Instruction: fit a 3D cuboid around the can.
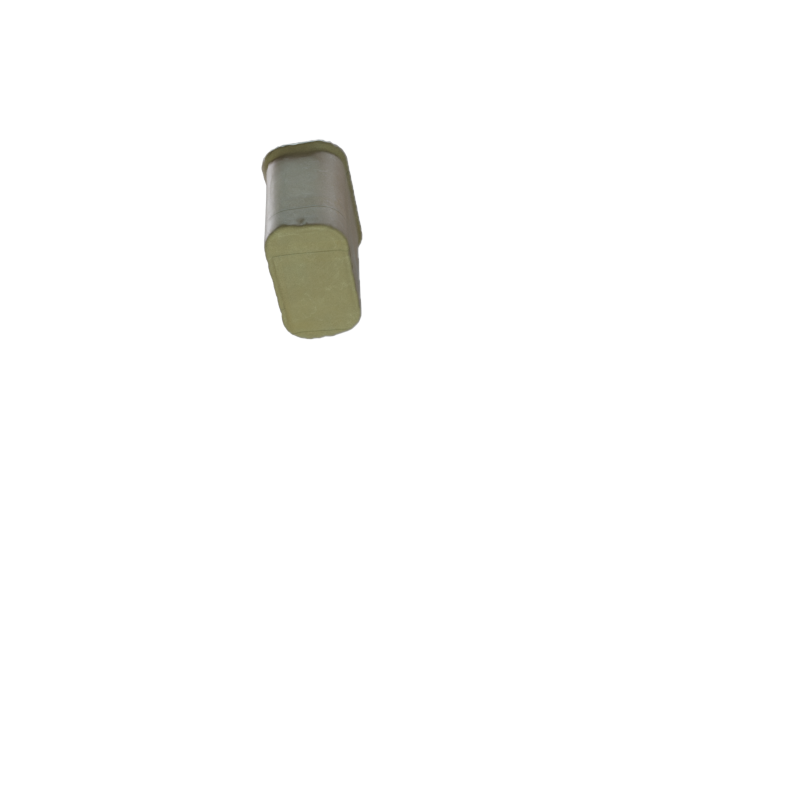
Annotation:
[{"bbox_3d":[-0.056,-0.103,0.721,0.058,0.090,0.094,-7,-45,4],"label":"can"}]
